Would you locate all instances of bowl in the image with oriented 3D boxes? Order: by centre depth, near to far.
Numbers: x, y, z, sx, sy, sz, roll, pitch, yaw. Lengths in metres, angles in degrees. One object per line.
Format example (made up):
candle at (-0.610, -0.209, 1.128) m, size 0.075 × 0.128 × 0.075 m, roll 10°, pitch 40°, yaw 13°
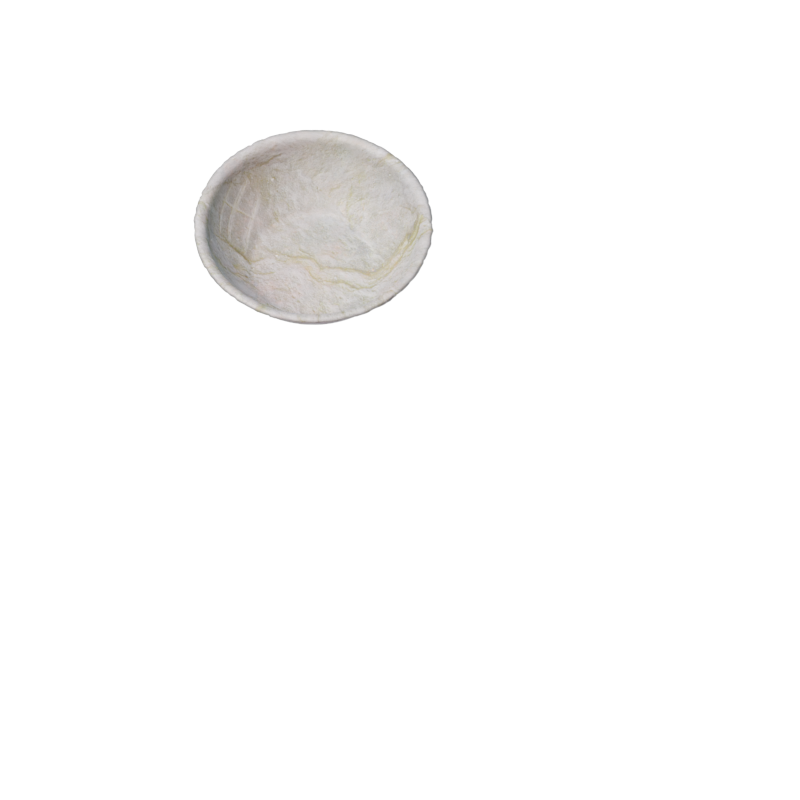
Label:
bowl at (-0.060, -0.110, 0.771) m, size 0.162 × 0.173 × 0.051 m, roll -1°, pitch -33°, yaw -1°
